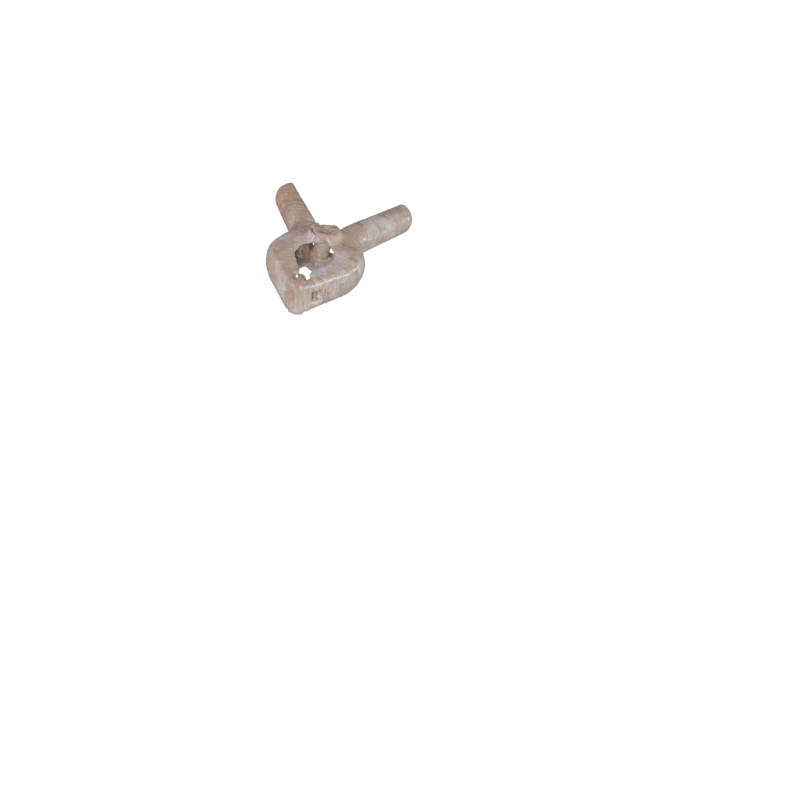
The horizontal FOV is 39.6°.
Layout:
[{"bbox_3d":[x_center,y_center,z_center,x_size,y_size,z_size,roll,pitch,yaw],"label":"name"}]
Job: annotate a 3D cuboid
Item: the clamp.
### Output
[{"bbox_3d":[-0.071,-0.130,0.913,0.124,0.037,0.176,12,34,17],"label":"clamp"}]
